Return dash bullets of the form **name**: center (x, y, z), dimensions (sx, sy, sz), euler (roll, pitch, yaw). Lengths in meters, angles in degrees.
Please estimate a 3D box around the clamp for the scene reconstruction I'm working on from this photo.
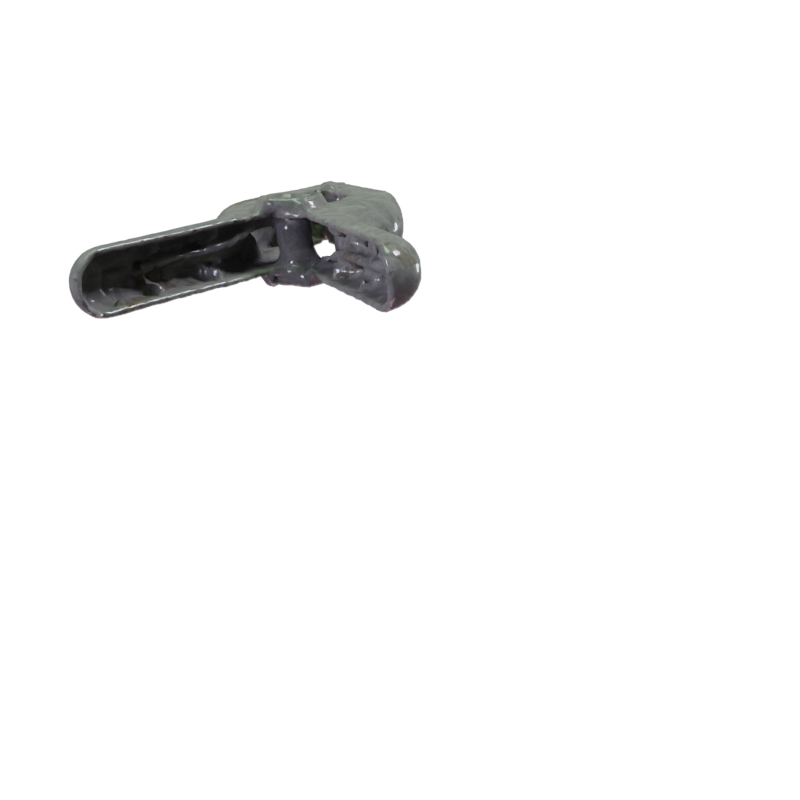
- **clamp**: center (-0.034, -0.061, 0.429), dimensions (0.124, 0.038, 0.173), euler (7, 22, 18)
